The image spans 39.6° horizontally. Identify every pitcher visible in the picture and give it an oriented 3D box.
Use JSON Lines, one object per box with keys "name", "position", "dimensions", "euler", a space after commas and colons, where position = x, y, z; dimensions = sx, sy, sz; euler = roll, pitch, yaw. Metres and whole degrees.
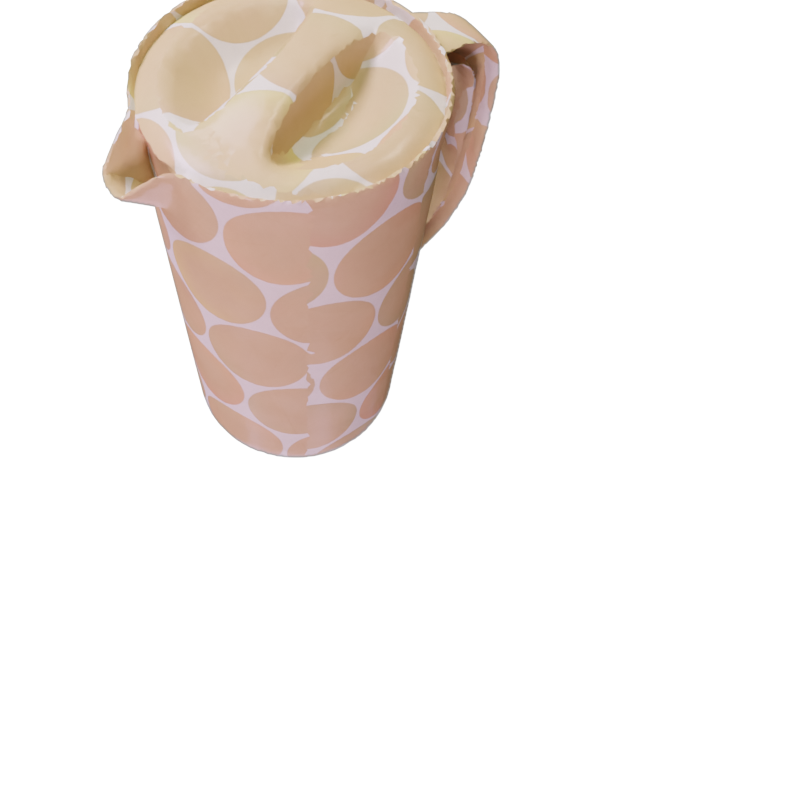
{"name": "pitcher", "position": [-0.042, -0.077, 0.541], "dimensions": [0.151, 0.153, 0.227], "euler": [11, -33, 4]}
